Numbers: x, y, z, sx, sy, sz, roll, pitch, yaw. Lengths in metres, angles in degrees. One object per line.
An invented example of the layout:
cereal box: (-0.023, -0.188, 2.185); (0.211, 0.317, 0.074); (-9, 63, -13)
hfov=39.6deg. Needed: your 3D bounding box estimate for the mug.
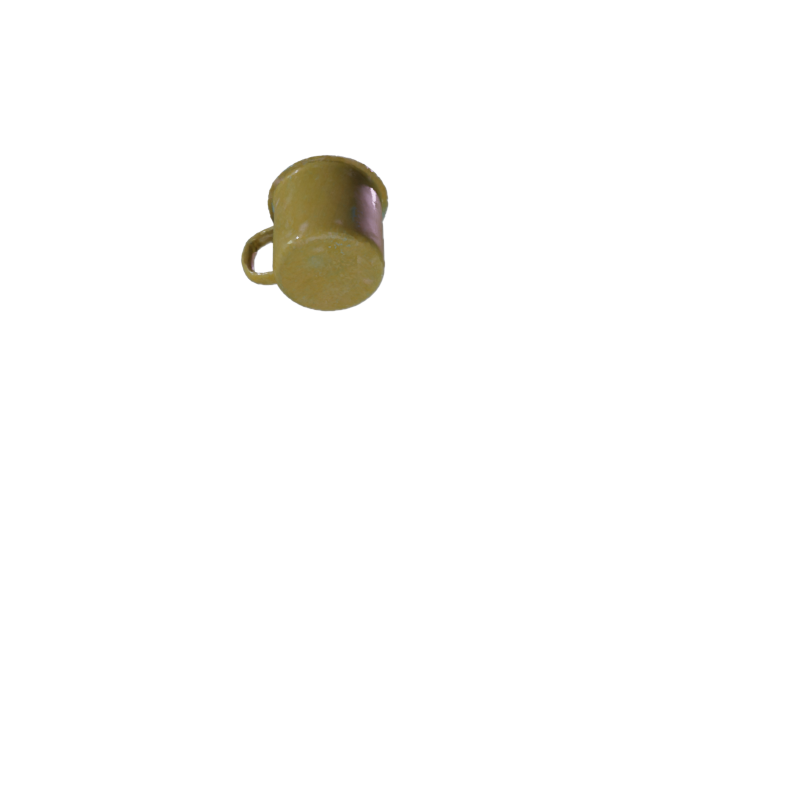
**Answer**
mug: (-0.065, -0.118, 0.825); (0.118, 0.087, 0.086); (-15, -46, 13)
